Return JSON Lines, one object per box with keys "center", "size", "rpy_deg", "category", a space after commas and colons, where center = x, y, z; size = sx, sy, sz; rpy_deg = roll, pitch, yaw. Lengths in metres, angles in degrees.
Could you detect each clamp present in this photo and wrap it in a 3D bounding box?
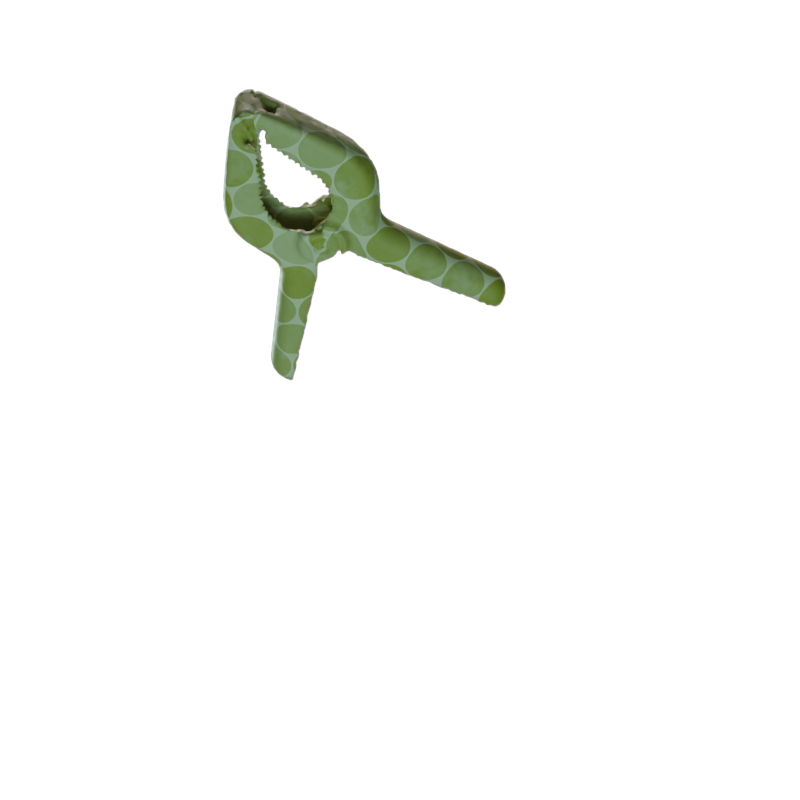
{"center": [-0.054, -0.098, 0.684], "size": [0.165, 0.039, 0.195], "rpy_deg": [-26, -54, 21], "category": "clamp"}
